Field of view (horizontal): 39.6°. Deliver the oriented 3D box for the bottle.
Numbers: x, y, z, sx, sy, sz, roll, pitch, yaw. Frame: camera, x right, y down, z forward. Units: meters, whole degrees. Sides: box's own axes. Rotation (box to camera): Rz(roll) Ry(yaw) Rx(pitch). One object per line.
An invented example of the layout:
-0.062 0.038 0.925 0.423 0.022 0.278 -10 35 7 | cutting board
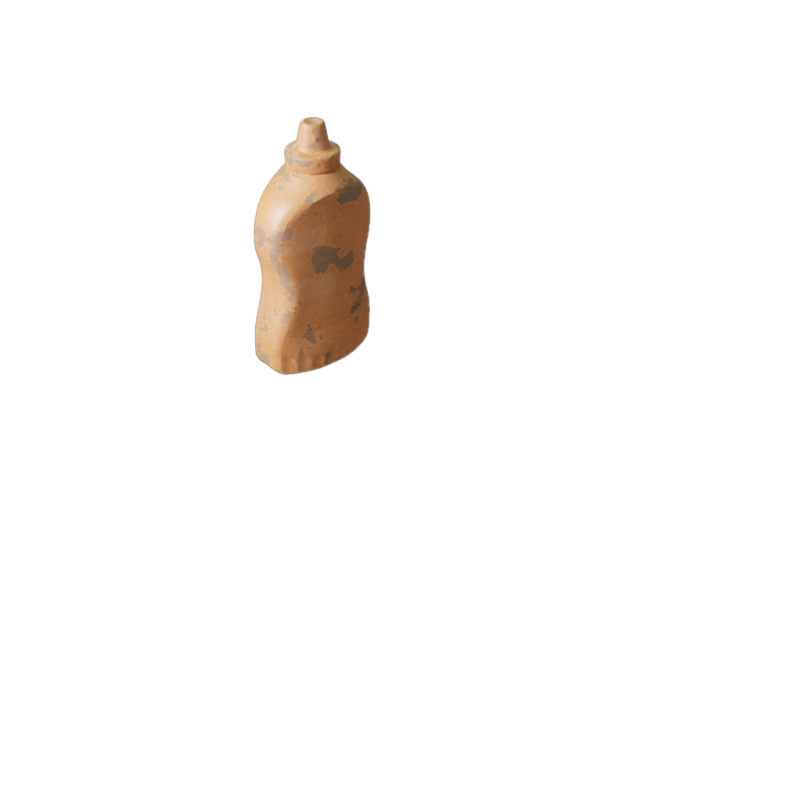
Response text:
-0.065 -0.119 0.829 0.095 0.181 0.063 -22 37 -35 | bottle
